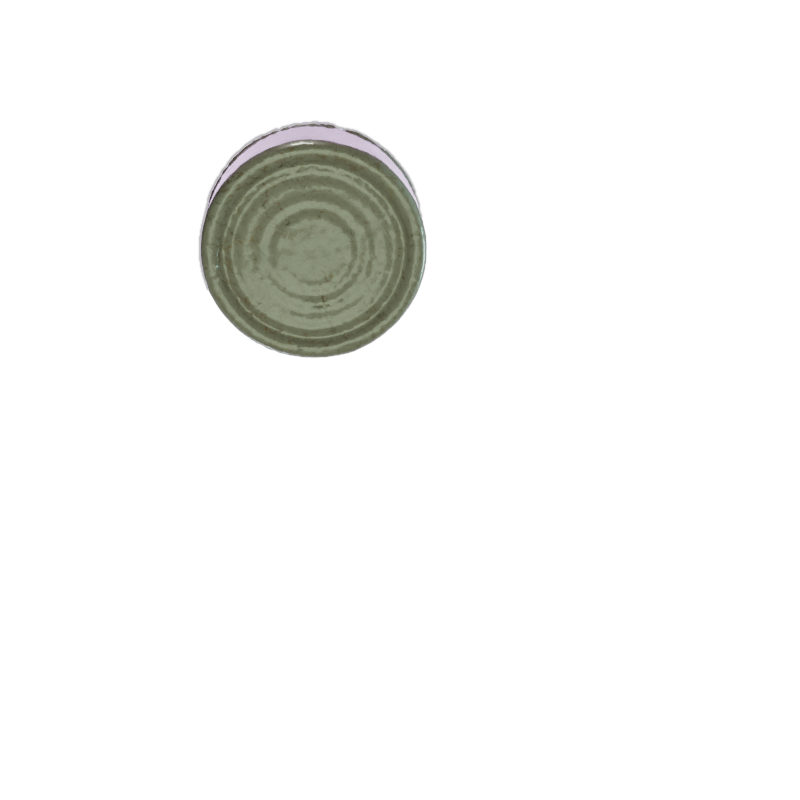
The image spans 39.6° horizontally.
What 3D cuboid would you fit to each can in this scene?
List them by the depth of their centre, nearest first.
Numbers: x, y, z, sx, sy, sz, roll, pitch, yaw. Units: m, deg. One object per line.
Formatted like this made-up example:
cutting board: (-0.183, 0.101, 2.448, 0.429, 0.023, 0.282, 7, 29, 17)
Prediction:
can: (-0.033, -0.060, 0.423, 0.086, 0.082, 0.035, 0, 19, -1)
